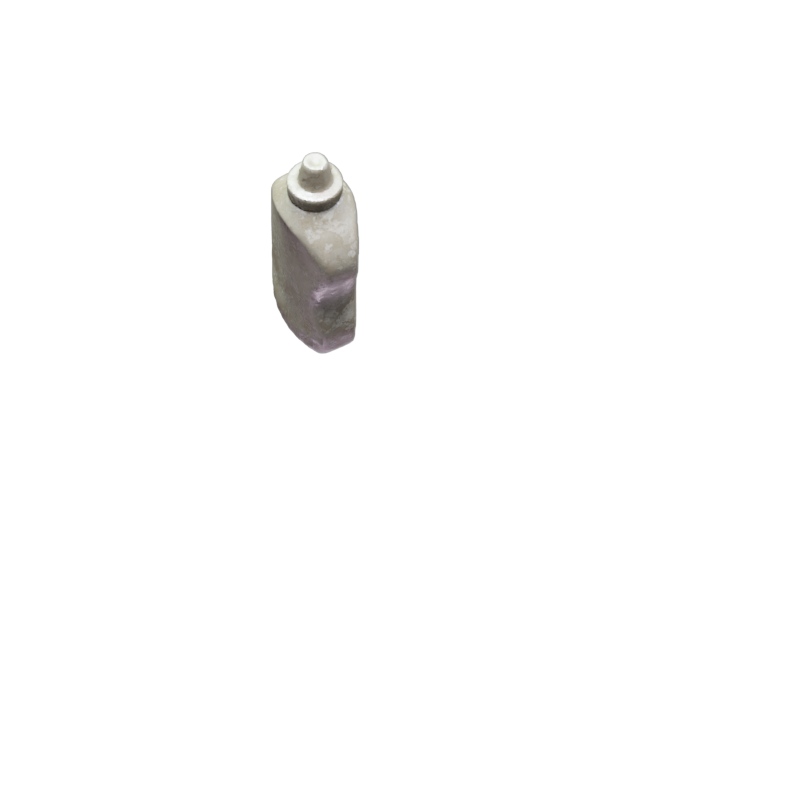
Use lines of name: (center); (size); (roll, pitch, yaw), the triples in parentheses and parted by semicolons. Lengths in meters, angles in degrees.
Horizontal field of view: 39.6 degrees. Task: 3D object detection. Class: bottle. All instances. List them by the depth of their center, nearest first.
bottle: (-0.066, -0.122, 0.852); (0.058, 0.103, 0.180); (-20, -28, -15)
